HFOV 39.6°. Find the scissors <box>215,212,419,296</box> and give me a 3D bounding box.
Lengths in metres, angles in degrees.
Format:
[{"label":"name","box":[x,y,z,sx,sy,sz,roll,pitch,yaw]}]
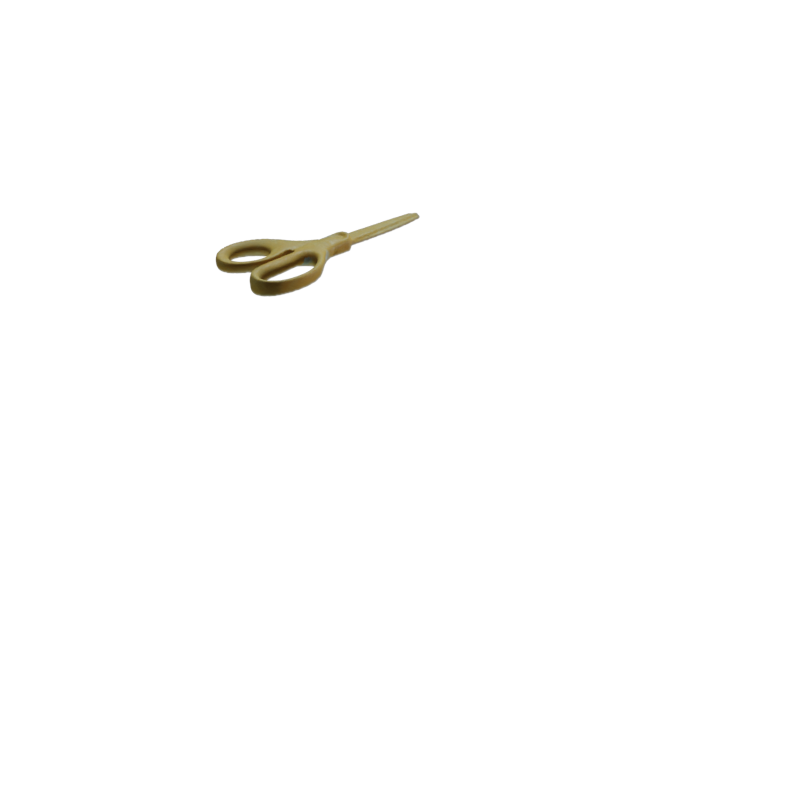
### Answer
[{"label":"scissors","box":[-0.071,-0.129,0.903,0.100,0.015,0.204,14,31,24]}]
